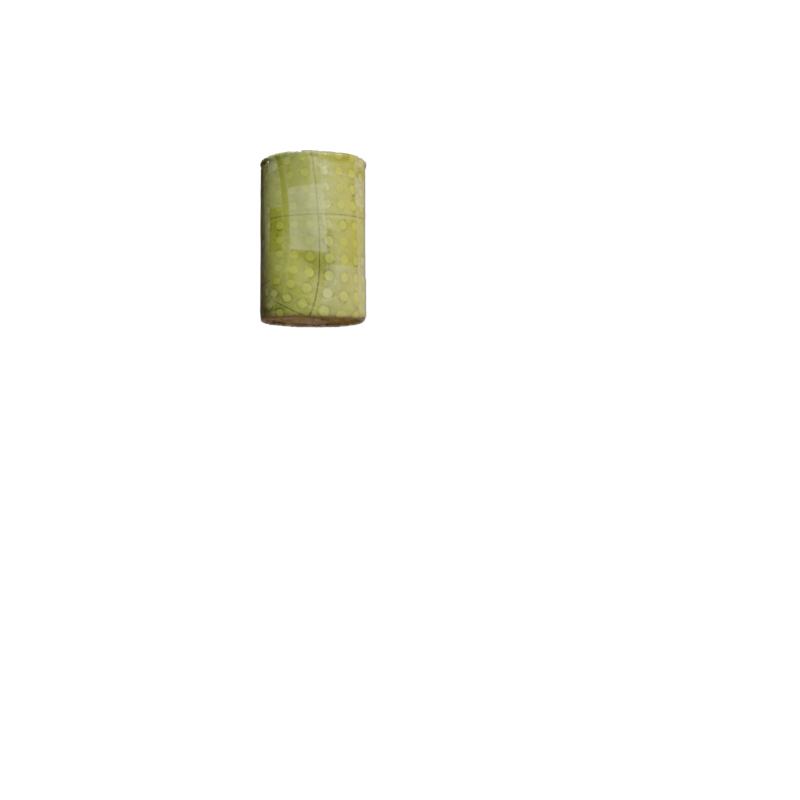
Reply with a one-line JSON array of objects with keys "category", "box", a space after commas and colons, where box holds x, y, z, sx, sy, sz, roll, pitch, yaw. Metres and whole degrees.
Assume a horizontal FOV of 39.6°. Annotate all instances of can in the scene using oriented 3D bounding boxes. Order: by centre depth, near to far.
[{"category": "can", "box": [-0.055, -0.100, 0.699, 0.068, 0.105, 0.067, 0, -8, -2]}]
